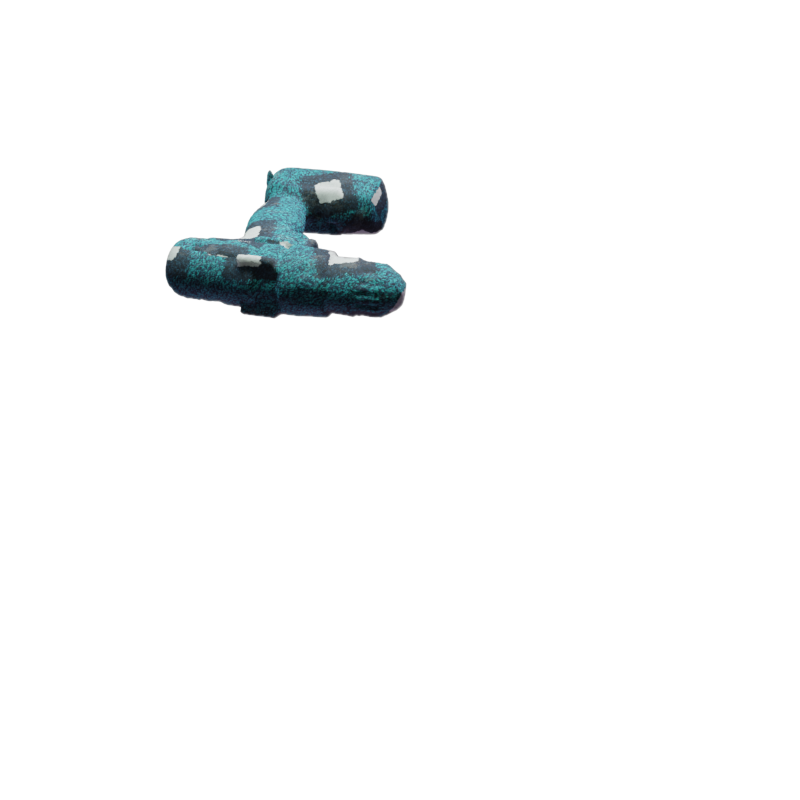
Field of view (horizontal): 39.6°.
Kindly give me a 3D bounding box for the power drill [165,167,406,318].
[{"bbox_3d":[-0.069,-0.125,0.877,0.189,0.054,0.194,8,30,14],"label":"power drill"}]
